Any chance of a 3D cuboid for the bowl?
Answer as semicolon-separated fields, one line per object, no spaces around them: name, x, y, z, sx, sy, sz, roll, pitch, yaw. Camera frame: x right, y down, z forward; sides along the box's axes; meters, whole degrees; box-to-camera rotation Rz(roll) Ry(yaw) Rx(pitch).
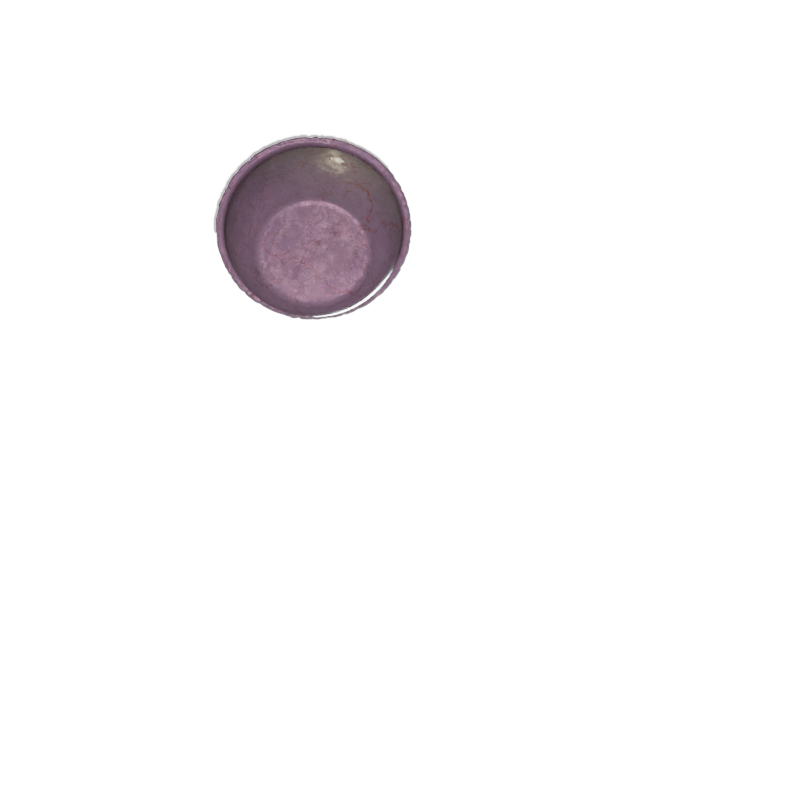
bowl;-0.070;-0.127;0.890;0.162;0.154;0.058;1;23;-1
